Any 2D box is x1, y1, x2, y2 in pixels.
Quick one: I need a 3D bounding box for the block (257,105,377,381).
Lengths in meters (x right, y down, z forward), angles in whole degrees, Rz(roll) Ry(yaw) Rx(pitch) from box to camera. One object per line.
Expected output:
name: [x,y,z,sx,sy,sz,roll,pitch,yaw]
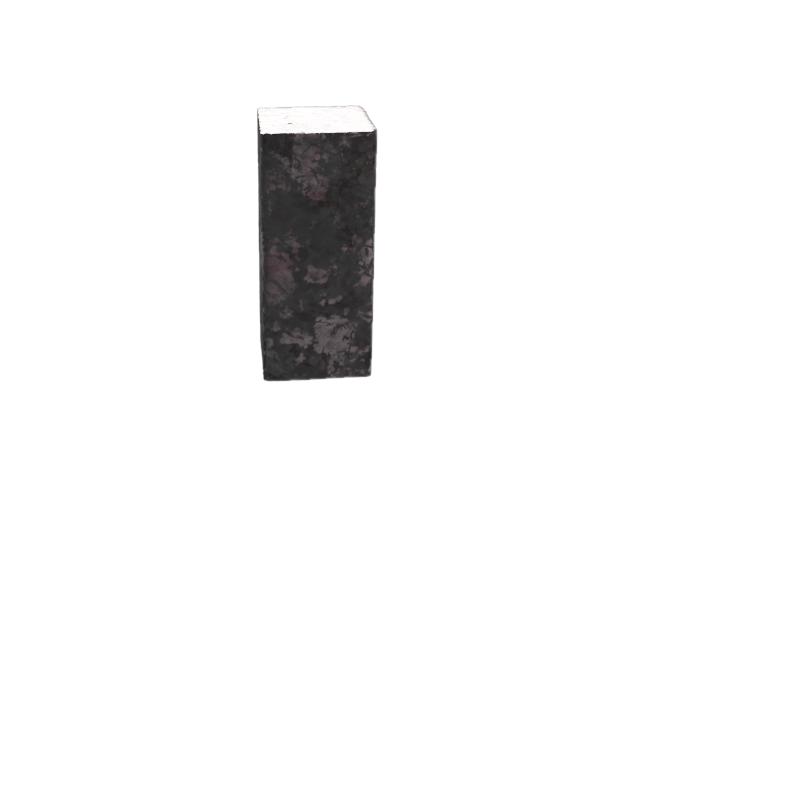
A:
block: [-0.070,-0.129,0.904,0.089,0.197,0.096,-2,21,-8]
